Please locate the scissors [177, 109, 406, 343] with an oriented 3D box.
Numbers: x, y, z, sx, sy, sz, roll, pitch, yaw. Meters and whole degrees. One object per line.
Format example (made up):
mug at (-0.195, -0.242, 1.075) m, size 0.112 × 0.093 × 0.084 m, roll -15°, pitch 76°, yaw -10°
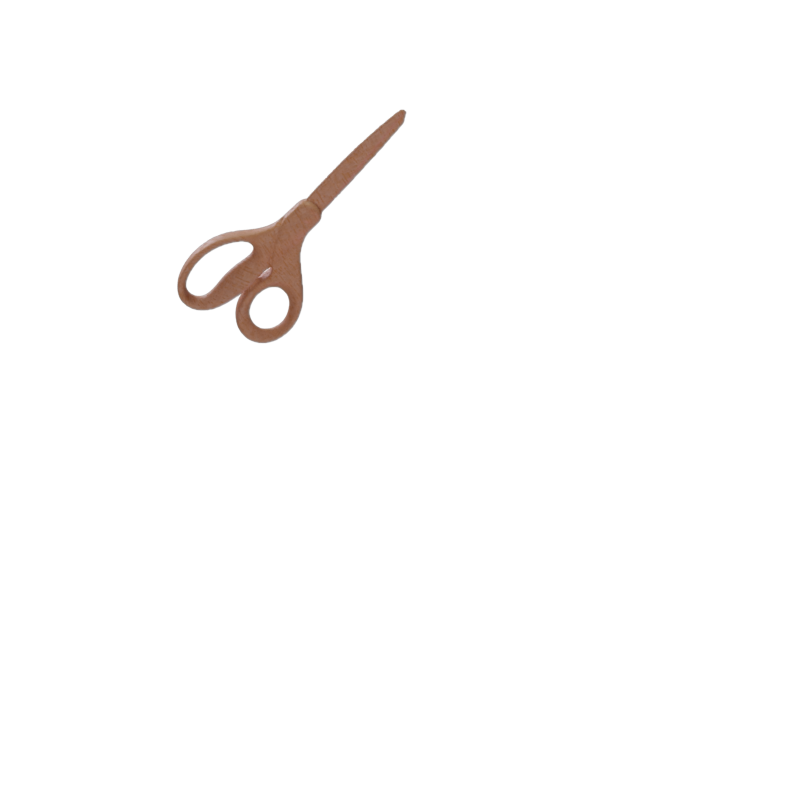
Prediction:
scissors at (-0.059, -0.108, 0.757) m, size 0.201 × 0.091 × 0.017 m, roll -29°, pitch 23°, yaw 13°
